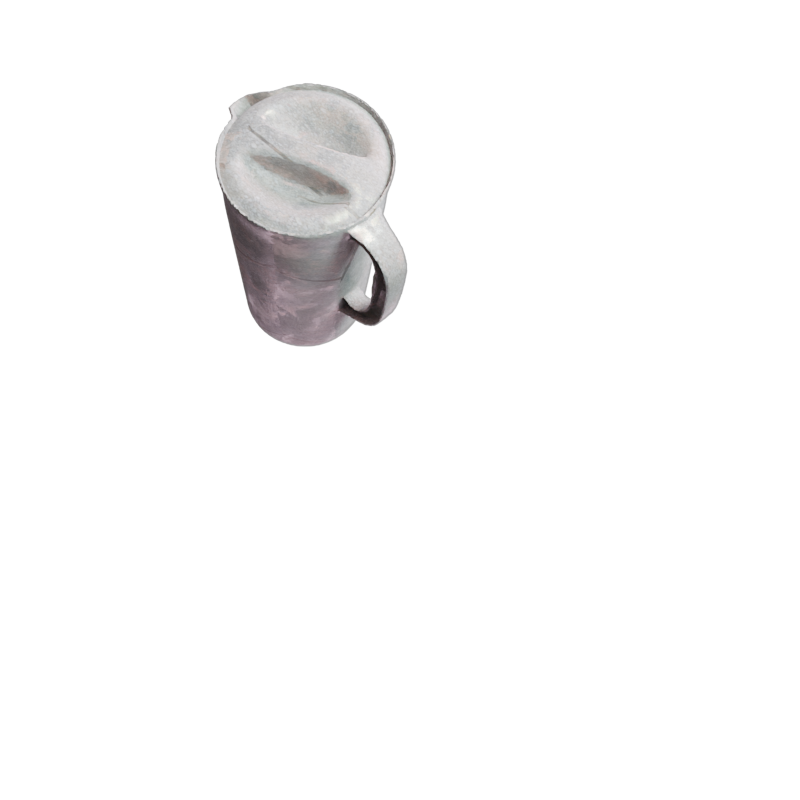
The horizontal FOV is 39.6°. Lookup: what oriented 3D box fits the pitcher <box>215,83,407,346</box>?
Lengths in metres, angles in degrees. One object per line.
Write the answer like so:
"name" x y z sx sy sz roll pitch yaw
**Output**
"pitcher" -0.071 -0.130 0.908 0.145 0.158 0.230 3 -24 -2
